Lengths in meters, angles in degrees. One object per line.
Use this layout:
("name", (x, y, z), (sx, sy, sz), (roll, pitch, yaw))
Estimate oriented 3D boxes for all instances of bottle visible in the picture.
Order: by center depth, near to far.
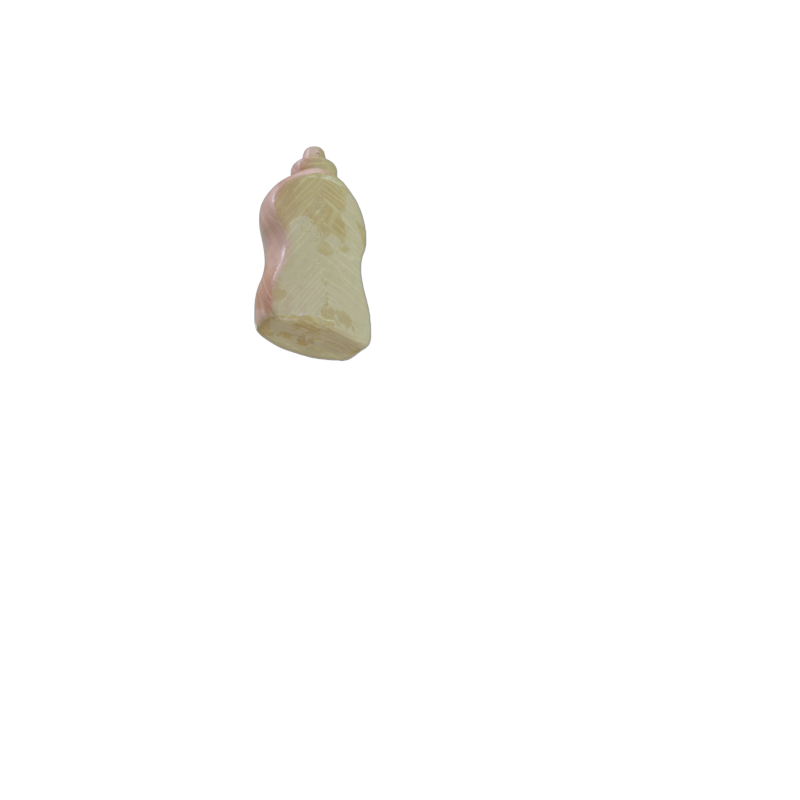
("bottle", (-0.072, -0.133, 0.928), (0.092, 0.205, 0.057), (17, -37, -28))
